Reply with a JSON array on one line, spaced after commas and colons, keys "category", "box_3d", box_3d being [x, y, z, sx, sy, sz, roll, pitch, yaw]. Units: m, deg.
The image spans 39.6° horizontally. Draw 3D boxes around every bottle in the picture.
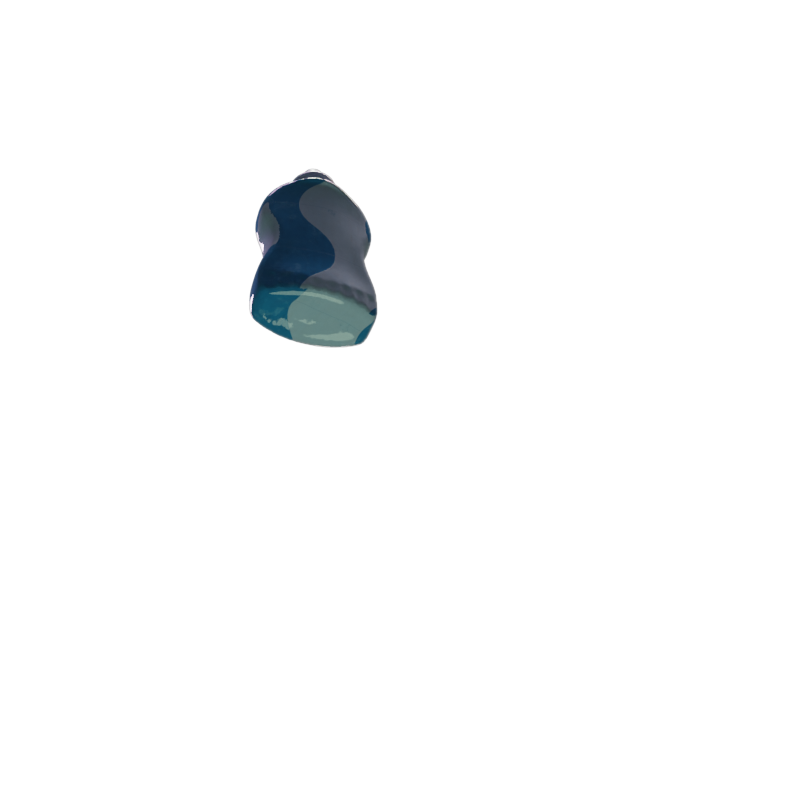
[{"category": "bottle", "box_3d": [-0.071, -0.129, 0.907, 0.094, 0.055, 0.206, 11, 41, -13]}]
